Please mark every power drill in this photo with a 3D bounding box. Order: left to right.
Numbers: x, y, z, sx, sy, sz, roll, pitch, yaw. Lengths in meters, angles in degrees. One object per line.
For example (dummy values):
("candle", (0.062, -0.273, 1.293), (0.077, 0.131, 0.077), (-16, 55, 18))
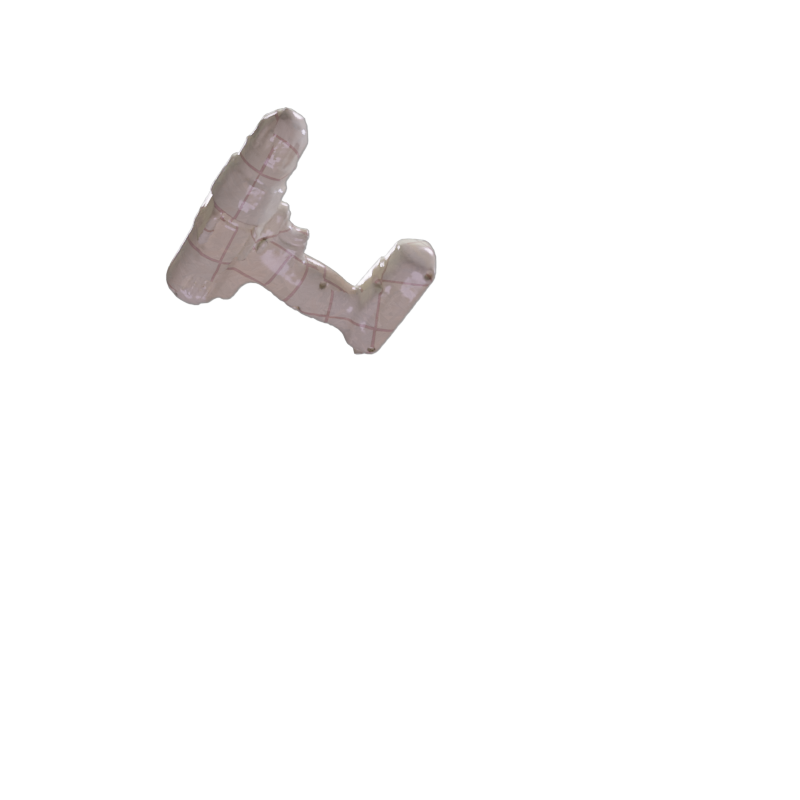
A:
("power drill", (-0.068, -0.125, 0.873), (0.181, 0.179, 0.061), (25, 34, -19))
